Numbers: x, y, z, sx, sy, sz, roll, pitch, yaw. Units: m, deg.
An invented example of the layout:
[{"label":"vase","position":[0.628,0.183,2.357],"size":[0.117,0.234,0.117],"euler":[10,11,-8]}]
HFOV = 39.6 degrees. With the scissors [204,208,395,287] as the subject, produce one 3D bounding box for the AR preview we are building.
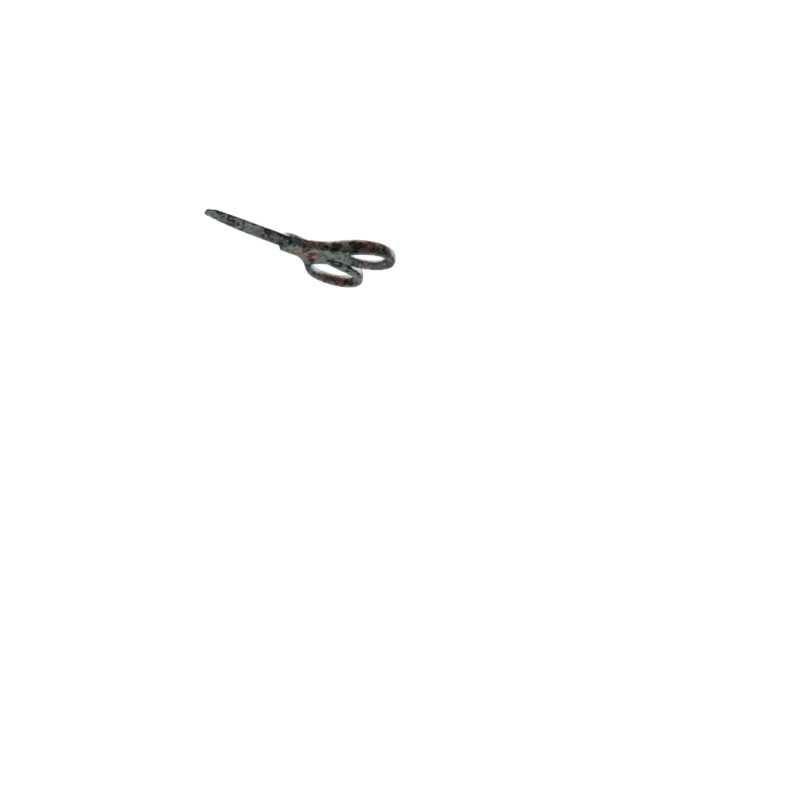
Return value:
[{"label":"scissors","position":[-0.078,-0.142,0.993],"size":[0.098,0.016,0.189],"euler":[-9,-19,28]}]
